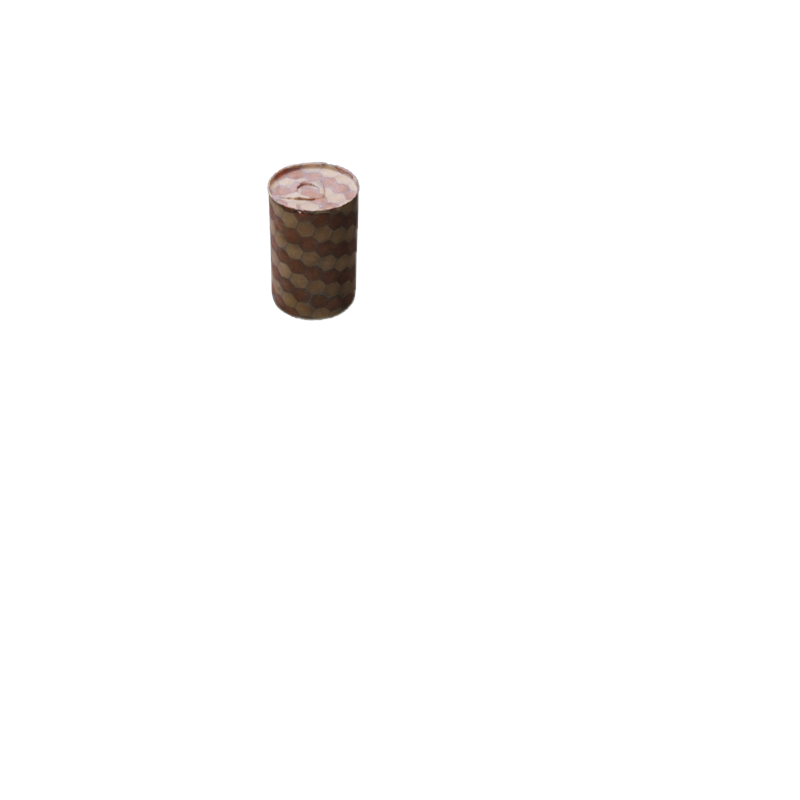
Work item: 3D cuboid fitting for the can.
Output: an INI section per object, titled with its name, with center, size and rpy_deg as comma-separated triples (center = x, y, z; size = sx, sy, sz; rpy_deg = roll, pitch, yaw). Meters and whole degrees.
[can]
center = -0.066, -0.120, 0.842
size = 0.068, 0.095, 0.073
rpy_deg = 0, 38, -3
